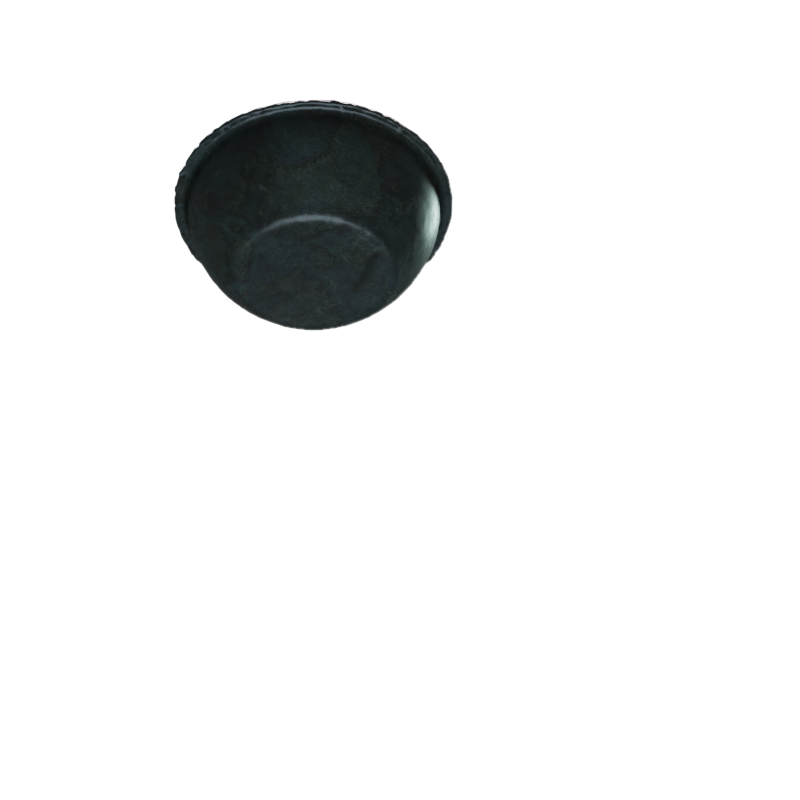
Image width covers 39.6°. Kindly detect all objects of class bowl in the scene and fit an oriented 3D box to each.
[{"bbox_3d":[-0.049,-0.090,0.627,0.162,0.059,0.151,1,-41,-1],"label":"bowl"}]
